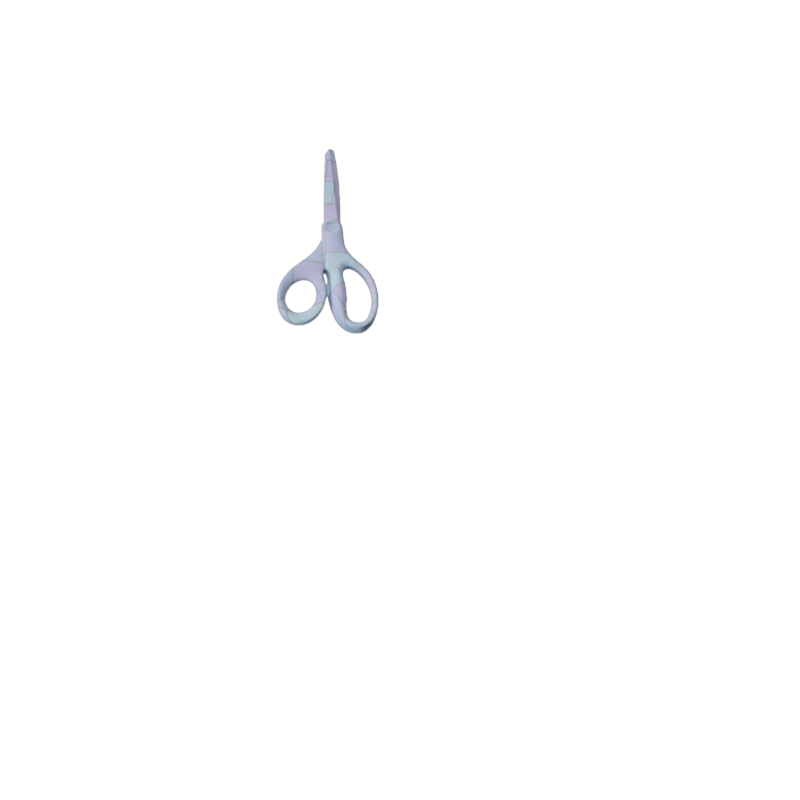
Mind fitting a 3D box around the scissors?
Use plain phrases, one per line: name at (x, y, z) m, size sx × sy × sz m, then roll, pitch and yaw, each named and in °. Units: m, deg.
scissors at (-0.078, -0.142, 0.995) m, size 0.095 × 0.217 × 0.015 m, roll -14°, pitch -33°, yaw -9°
